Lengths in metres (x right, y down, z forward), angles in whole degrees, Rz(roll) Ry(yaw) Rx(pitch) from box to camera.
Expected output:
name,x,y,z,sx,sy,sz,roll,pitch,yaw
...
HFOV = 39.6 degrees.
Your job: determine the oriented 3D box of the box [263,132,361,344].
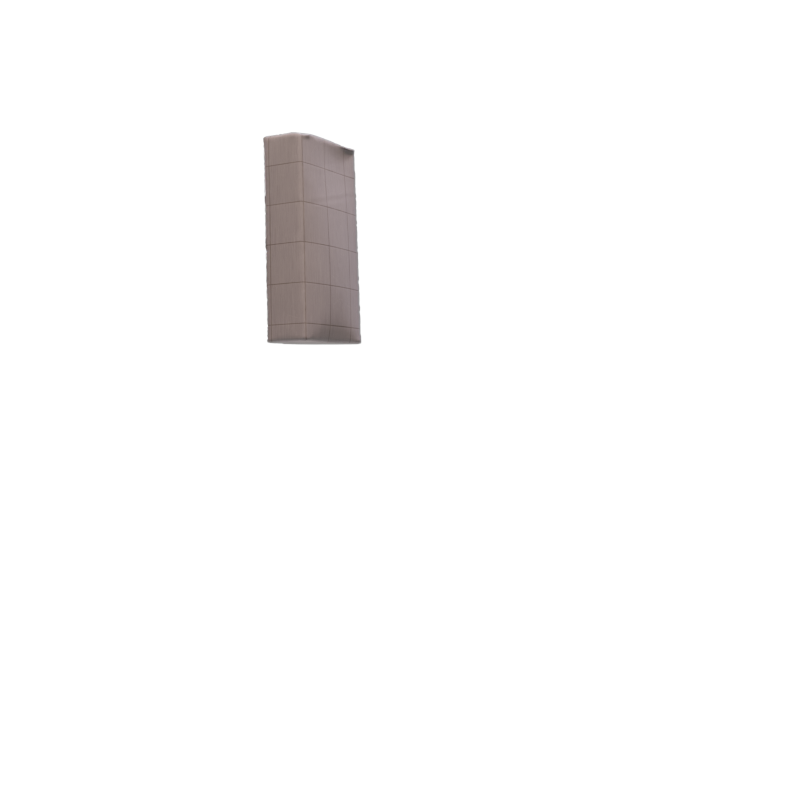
name,x,y,z,sx,sy,sz,roll,pitch,yaw
box,-0.075,-0.136,0.955,0.049,0.179,0.089,-4,-6,30
